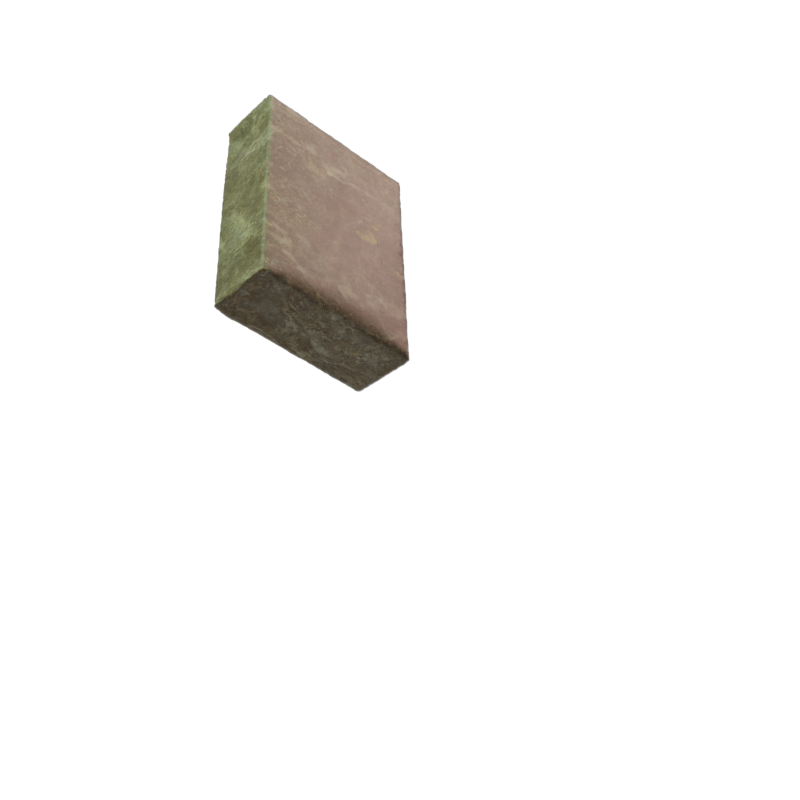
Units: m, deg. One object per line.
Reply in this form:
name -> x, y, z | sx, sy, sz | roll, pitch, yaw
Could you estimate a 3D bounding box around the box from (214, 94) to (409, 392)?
box -> -0.075, -0.137, 0.957 | 0.154, 0.230, 0.071 | 30, -50, -32
